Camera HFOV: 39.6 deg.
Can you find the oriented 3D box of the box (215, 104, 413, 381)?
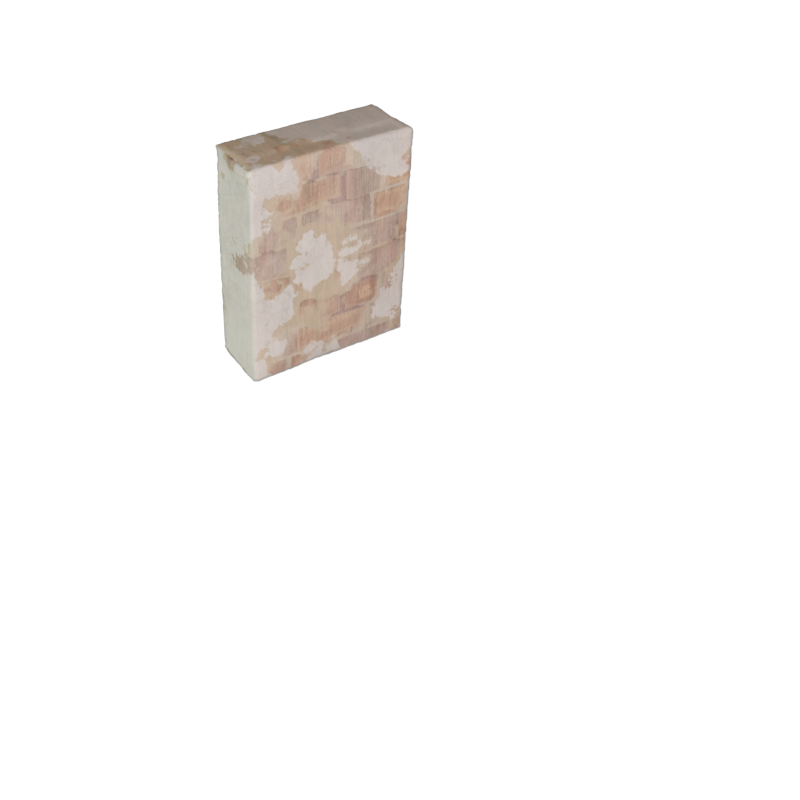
[{"bbox_3d":[-0.078,-0.141,0.991,0.162,0.200,0.077,-20,40,-29],"label":"box"}]
